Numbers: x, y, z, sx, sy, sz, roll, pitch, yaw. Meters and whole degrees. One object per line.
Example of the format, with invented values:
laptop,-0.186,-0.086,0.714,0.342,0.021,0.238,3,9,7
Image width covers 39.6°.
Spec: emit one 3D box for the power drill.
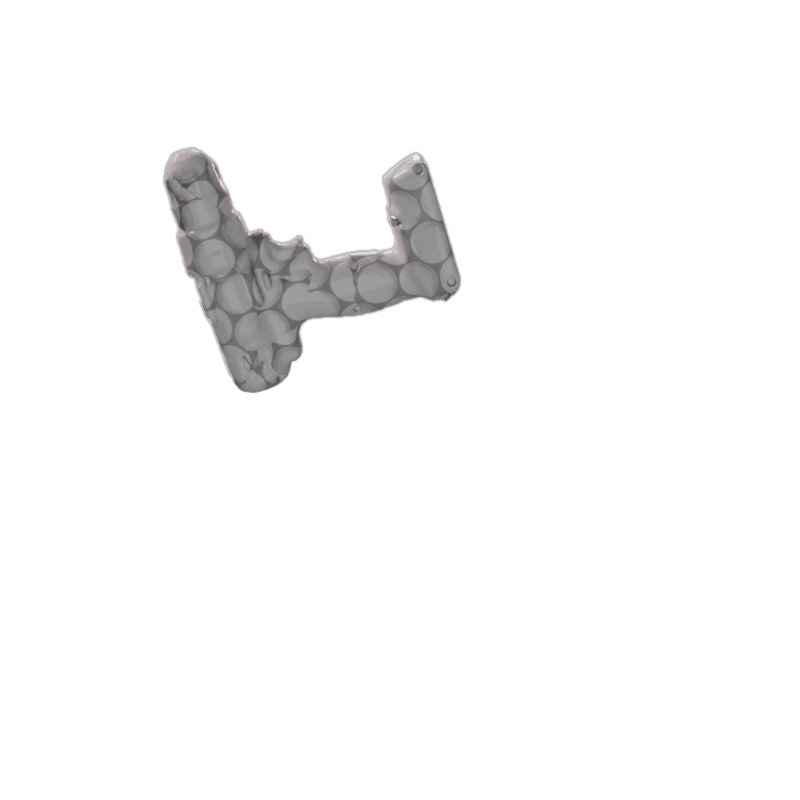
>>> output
power drill,-0.063,-0.114,0.802,0.188,0.179,0.059,-18,12,3
